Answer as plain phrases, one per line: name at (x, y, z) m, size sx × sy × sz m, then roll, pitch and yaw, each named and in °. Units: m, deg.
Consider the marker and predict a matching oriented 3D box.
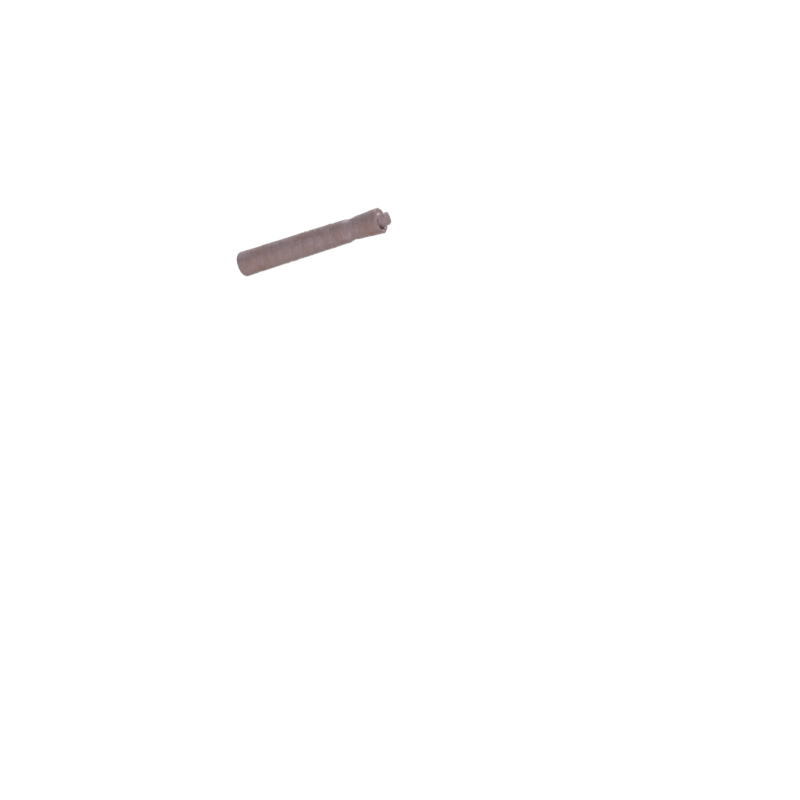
marker at (-0.062, -0.114, 0.797) m, size 0.123 × 0.020 × 0.019 m, roll -14°, pitch -2°, yaw 25°
